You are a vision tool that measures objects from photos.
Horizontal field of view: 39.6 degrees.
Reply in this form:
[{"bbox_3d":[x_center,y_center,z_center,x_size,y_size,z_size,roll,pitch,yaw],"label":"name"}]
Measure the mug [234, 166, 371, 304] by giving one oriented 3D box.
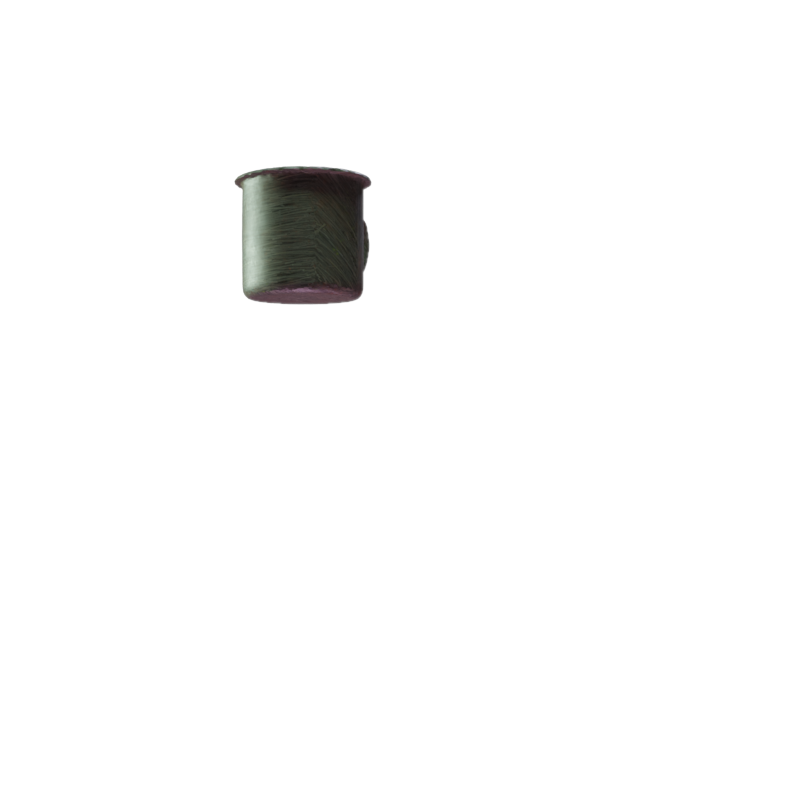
[{"bbox_3d":[-0.059,-0.108,0.759,0.096,0.083,0.112,-3,-5,33],"label":"mug"}]
